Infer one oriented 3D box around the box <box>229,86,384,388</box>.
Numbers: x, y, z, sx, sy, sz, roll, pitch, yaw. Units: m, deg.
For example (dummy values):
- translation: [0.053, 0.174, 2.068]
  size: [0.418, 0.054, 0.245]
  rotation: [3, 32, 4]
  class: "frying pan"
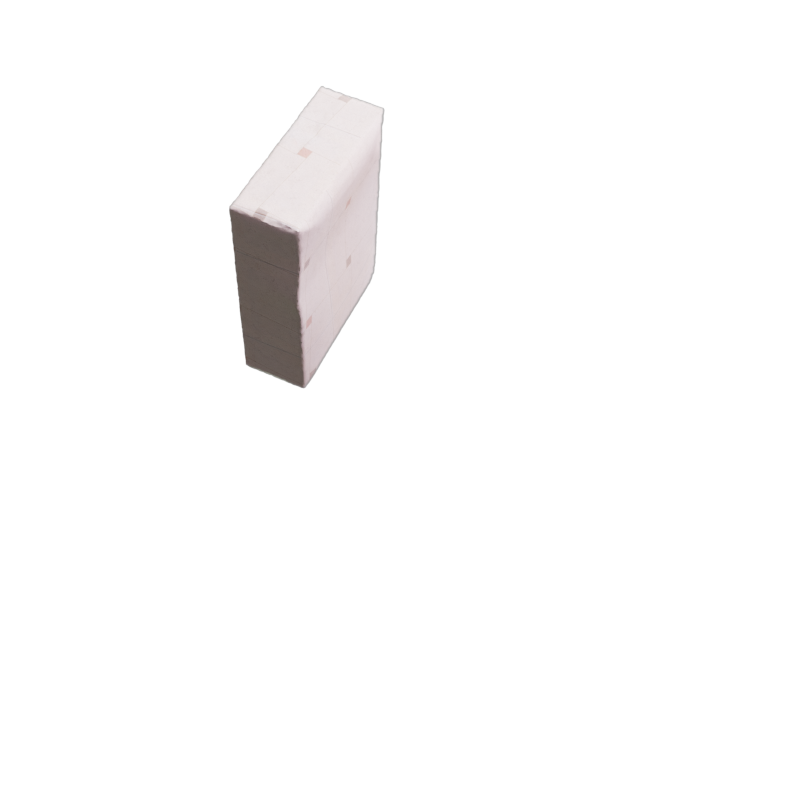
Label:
- translation: [-0.076, -0.139, 0.976]
  size: [0.074, 0.171, 0.200]
  rotation: [21, -35, 11]
  class: "box"
